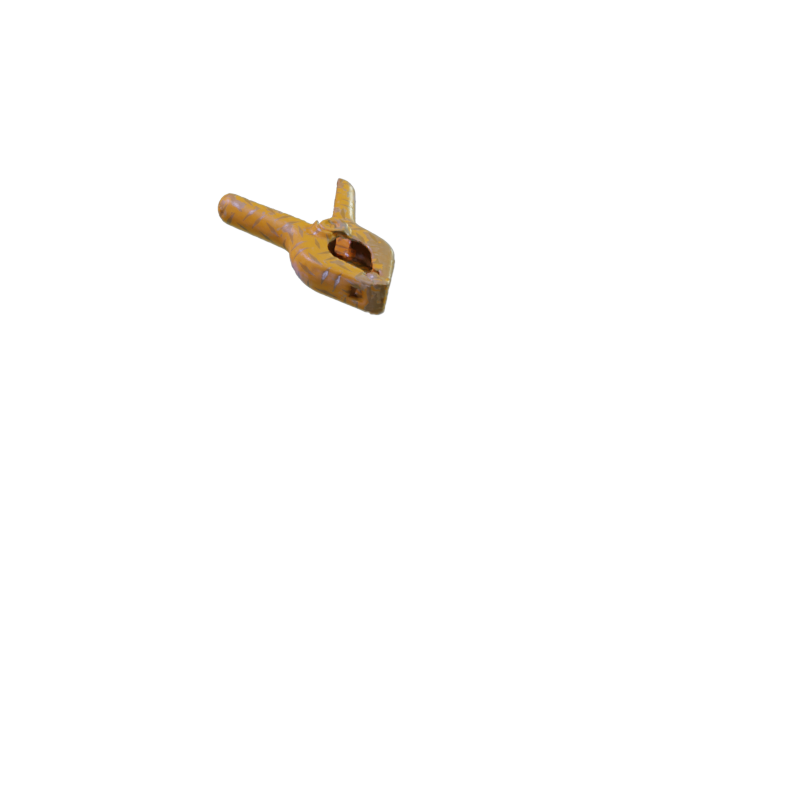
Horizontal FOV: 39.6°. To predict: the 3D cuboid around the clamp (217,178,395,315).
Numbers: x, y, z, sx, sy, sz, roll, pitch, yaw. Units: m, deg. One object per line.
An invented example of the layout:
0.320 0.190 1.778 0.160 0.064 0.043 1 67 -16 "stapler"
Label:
-0.067 -0.122 0.852 0.118 0.037 0.185 -12 37 -17 "clamp"
